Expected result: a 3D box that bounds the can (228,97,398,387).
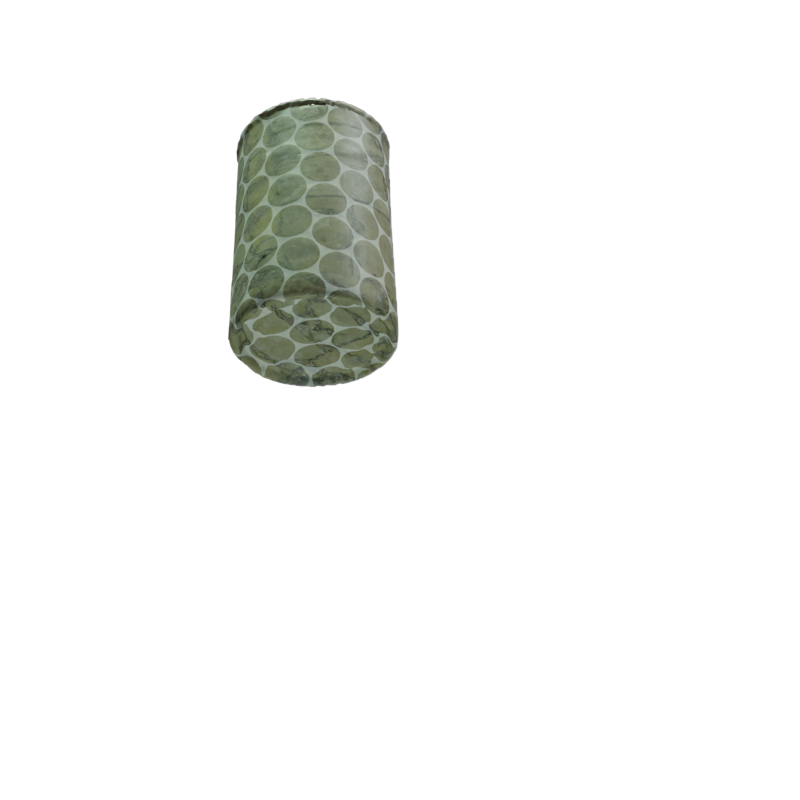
[{"bbox_3d":[-0.036,-0.066,0.460,0.068,0.109,0.064,-1,-35,-2],"label":"can"}]
